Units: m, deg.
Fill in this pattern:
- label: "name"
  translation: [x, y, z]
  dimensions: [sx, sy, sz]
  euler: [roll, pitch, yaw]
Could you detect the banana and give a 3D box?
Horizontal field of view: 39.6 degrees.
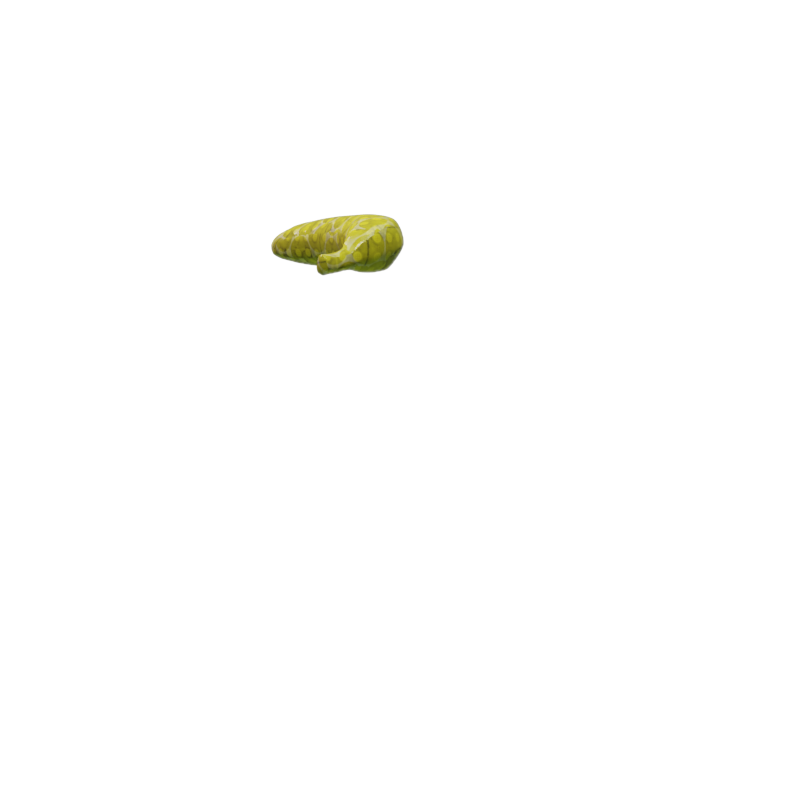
- label: "banana"
  translation: [-0.040, -0.107, 0.749]
  dimensions: [0.068, 0.036, 0.203]
  euler: [-2, 9, -14]
